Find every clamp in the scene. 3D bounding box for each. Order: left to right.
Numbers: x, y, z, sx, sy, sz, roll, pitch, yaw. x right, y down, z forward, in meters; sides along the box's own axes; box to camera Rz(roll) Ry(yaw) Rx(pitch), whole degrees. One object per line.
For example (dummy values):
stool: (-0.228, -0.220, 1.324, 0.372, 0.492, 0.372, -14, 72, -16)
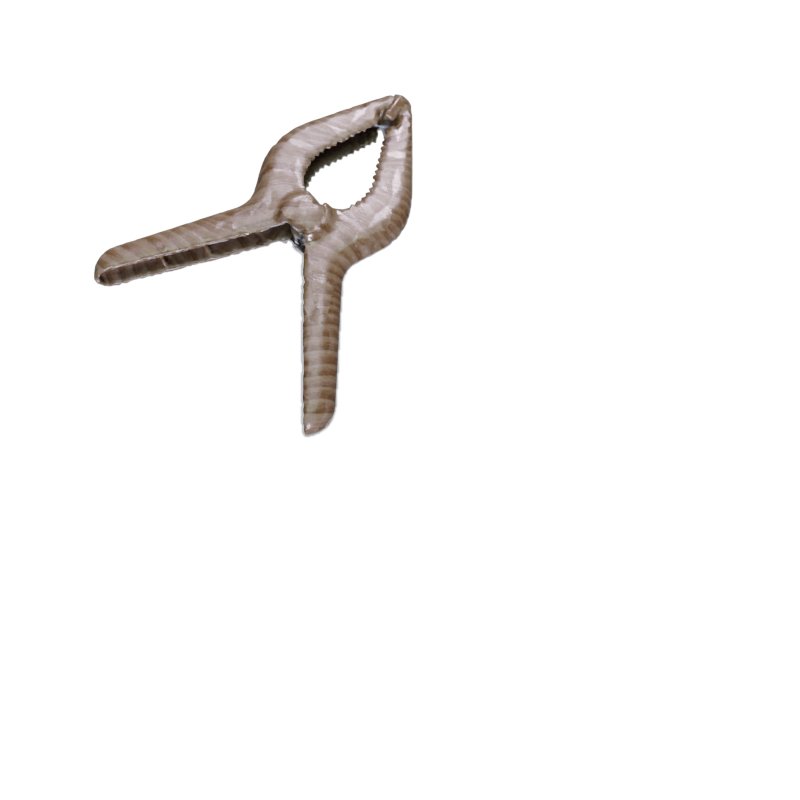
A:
clamp: (-0.051, -0.093, 0.651, 0.171, 0.212, 0.034, 40, -18, 15)
